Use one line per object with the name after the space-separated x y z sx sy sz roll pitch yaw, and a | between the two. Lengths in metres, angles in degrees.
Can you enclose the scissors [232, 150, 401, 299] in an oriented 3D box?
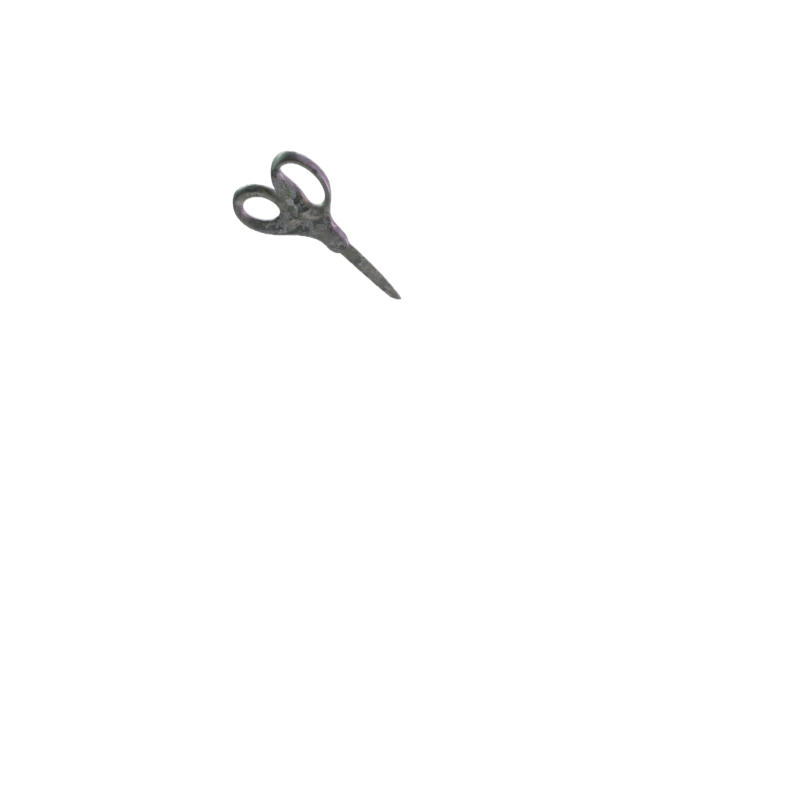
-0.078 -0.142 0.993 0.097 0.017 0.186 -15 -45 16 | scissors
